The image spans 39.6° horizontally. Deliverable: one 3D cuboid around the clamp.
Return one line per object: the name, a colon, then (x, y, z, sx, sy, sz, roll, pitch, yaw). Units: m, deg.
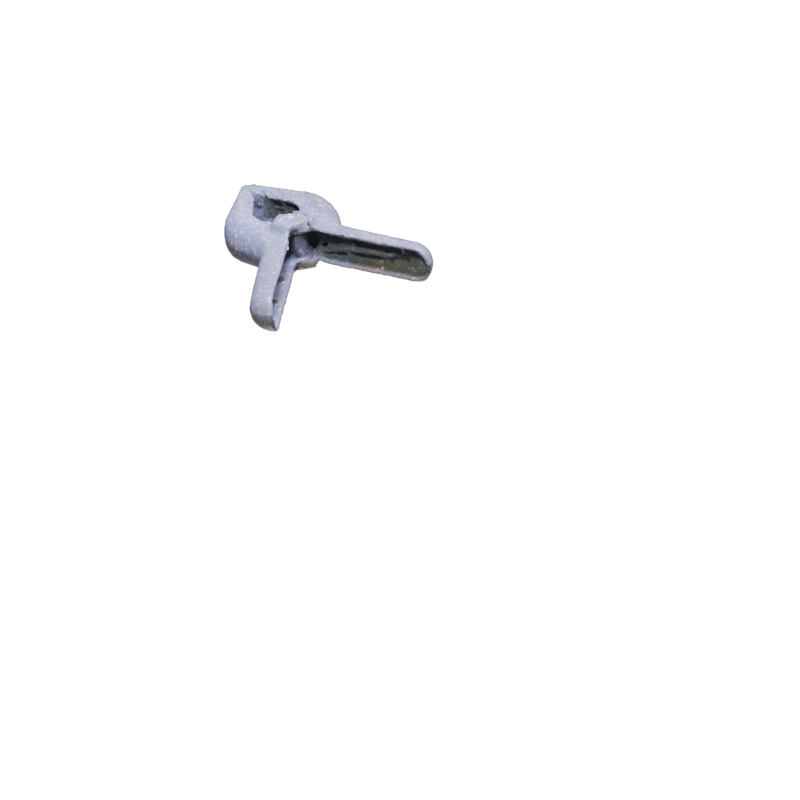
clamp: (-0.057, -0.105, 0.733, 0.118, 0.037, 0.185, -10, 35, -16)
